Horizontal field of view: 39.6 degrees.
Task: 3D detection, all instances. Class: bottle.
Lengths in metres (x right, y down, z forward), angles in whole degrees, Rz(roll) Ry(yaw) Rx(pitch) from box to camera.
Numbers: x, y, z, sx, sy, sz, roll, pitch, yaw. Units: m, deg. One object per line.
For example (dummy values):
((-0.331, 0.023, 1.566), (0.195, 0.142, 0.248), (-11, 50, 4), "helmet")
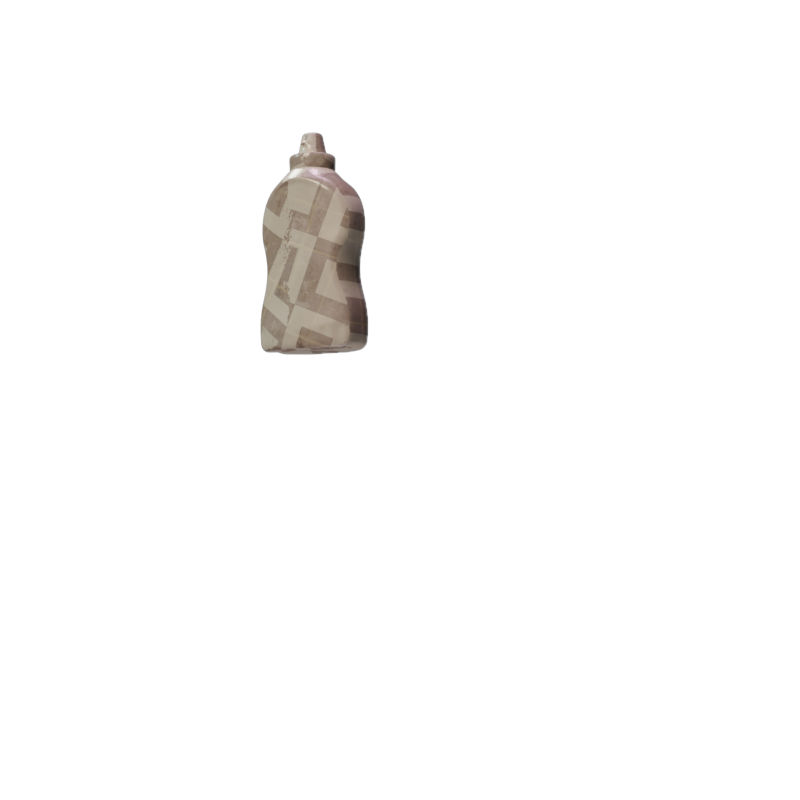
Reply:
((-0.076, -0.137, 0.962), (0.099, 0.196, 0.055), (-7, -11, 35), "bottle")
